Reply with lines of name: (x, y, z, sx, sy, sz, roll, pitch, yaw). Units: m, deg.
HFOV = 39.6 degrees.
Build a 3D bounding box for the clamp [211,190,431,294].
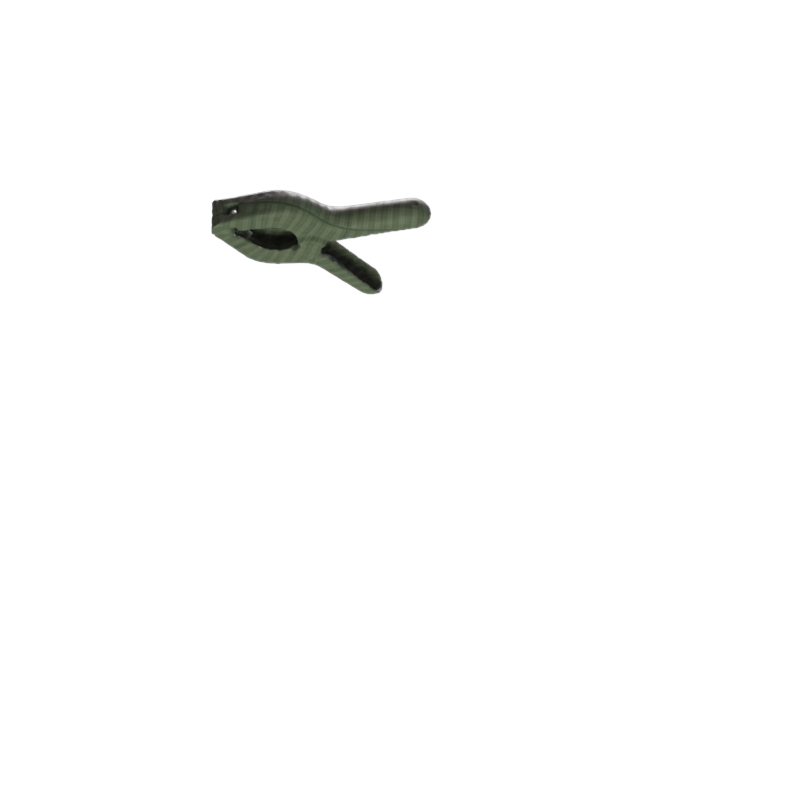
clamp: (-0.071, -0.129, 0.904, 0.169, 0.042, 0.113, 6, -38, -8)
